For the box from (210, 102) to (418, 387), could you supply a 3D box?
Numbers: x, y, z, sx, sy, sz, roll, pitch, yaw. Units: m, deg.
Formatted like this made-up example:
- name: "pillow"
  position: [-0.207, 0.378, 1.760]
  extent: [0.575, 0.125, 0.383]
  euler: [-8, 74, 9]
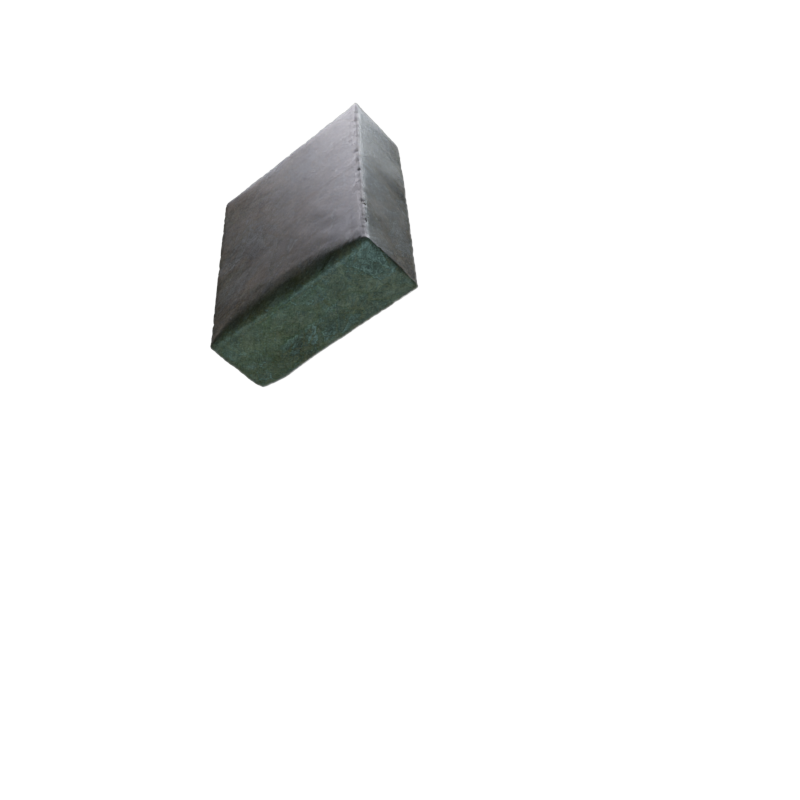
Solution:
- name: "box"
  position: [-0.074, -0.134, 0.941]
  extent: [0.163, 0.229, 0.067]
  euler: [-33, -56, 22]
